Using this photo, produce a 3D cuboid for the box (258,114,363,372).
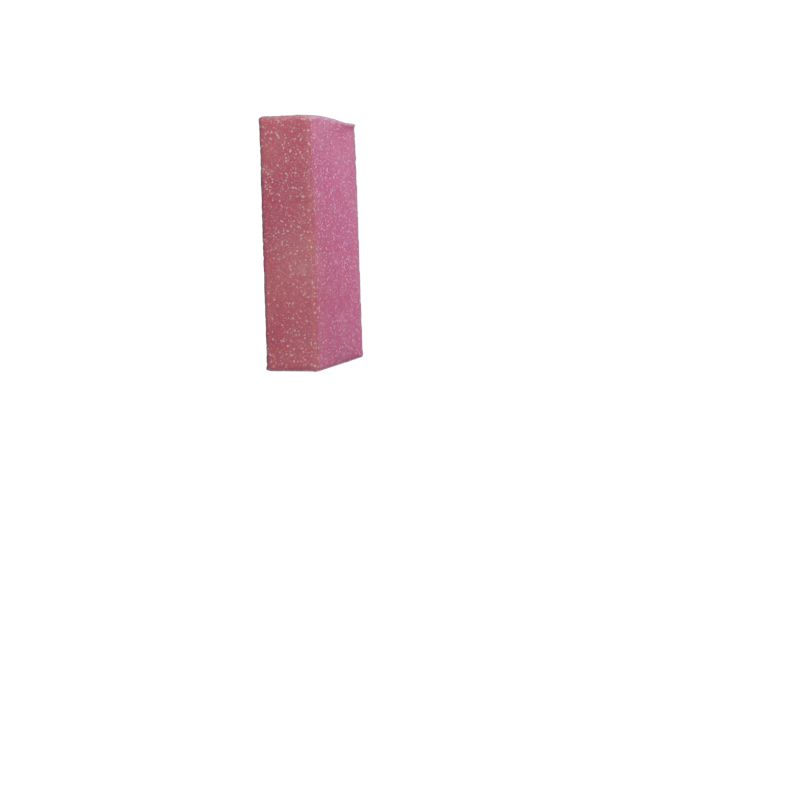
[{"bbox_3d":[-0.062,-0.114,0.796,0.049,0.175,0.092,1,4,19],"label":"box"}]
